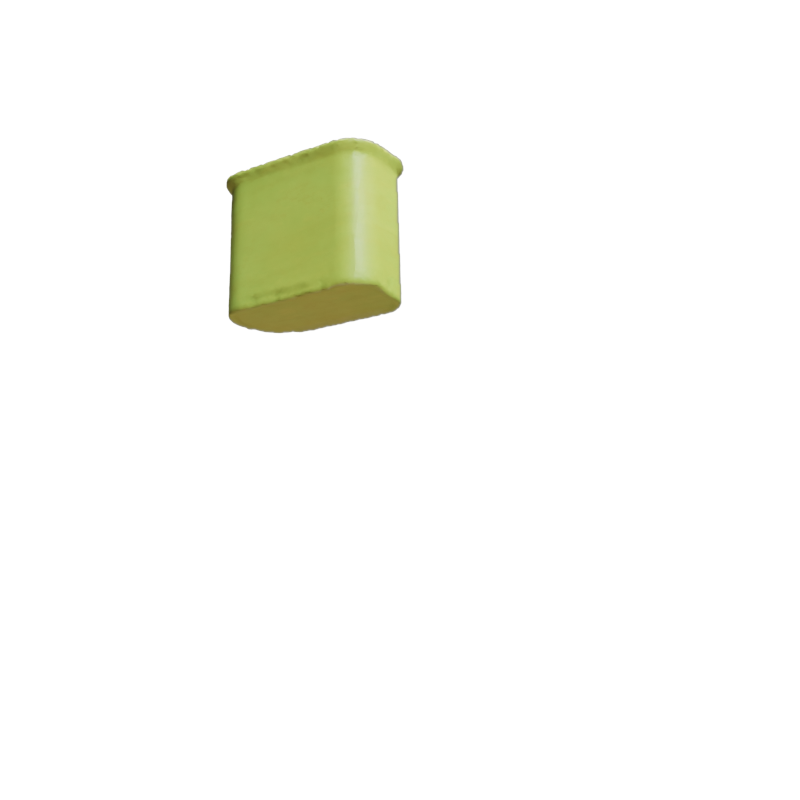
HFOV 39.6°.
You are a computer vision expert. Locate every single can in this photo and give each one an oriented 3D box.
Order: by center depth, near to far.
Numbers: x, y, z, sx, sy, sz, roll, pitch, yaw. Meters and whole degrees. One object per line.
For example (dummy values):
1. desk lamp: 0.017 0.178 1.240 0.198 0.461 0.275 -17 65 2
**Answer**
1. can: -0.048 -0.088 0.616 0.104 0.088 0.054 -12 -23 31
